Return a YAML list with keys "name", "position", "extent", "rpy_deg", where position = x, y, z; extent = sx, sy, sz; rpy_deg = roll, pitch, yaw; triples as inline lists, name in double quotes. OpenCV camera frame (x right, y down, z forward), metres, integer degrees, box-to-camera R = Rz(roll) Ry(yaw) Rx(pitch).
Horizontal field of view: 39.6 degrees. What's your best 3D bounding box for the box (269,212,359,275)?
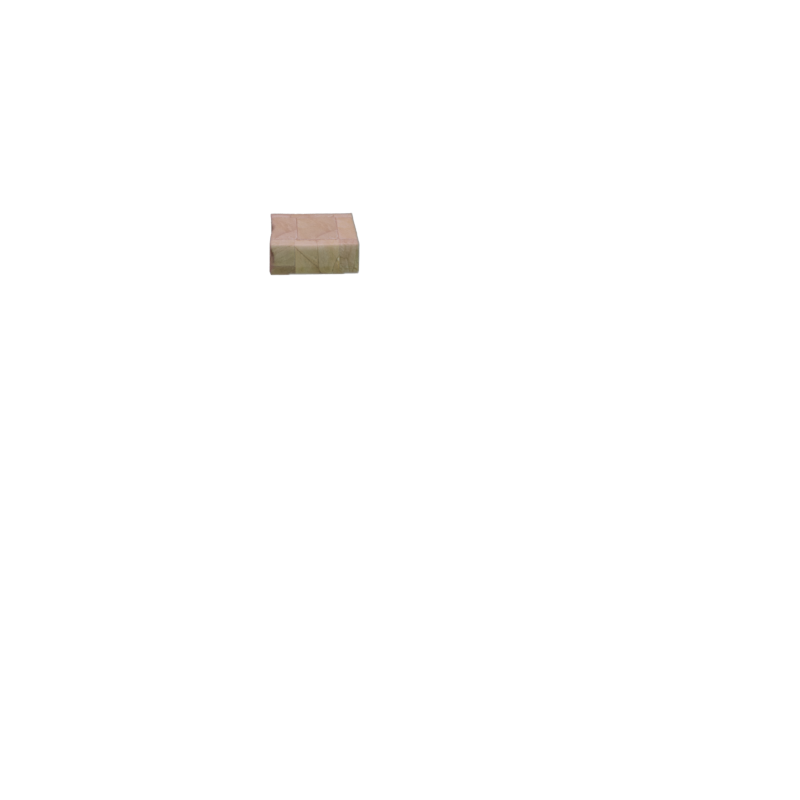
- name: "box"
  position: [-0.073, -0.134, 0.935]
  extent: [0.073, 0.029, 0.094]
  rpy_deg: [-1, 25, -3]
